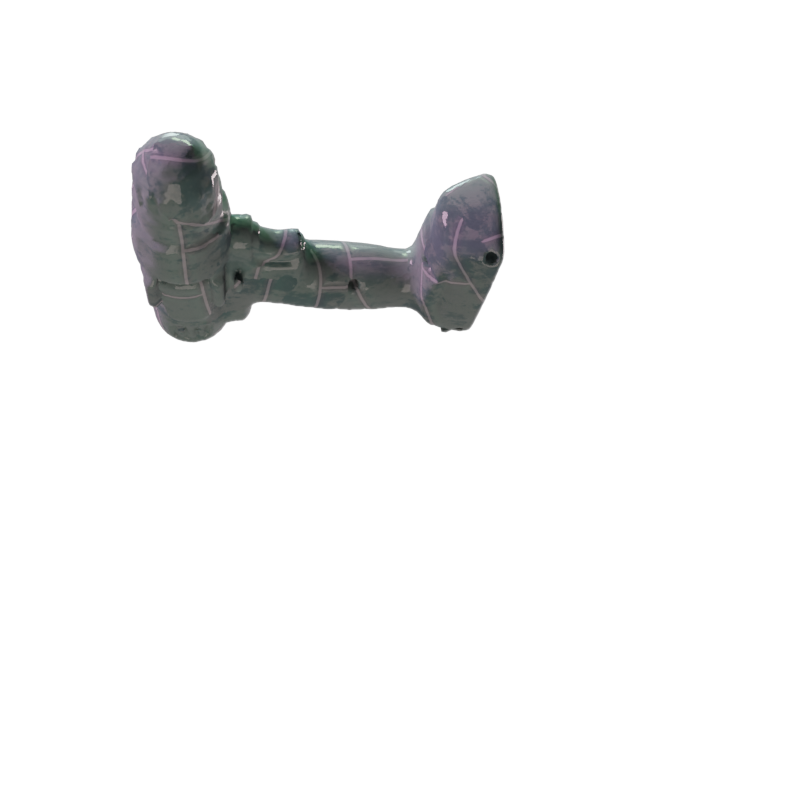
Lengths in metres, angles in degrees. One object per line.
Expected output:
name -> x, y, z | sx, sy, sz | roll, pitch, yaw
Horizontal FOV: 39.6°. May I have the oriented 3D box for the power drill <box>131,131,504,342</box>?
power drill -> -0.045, -0.083, 0.581 | 0.187, 0.060, 0.176 | 1, -19, -5
